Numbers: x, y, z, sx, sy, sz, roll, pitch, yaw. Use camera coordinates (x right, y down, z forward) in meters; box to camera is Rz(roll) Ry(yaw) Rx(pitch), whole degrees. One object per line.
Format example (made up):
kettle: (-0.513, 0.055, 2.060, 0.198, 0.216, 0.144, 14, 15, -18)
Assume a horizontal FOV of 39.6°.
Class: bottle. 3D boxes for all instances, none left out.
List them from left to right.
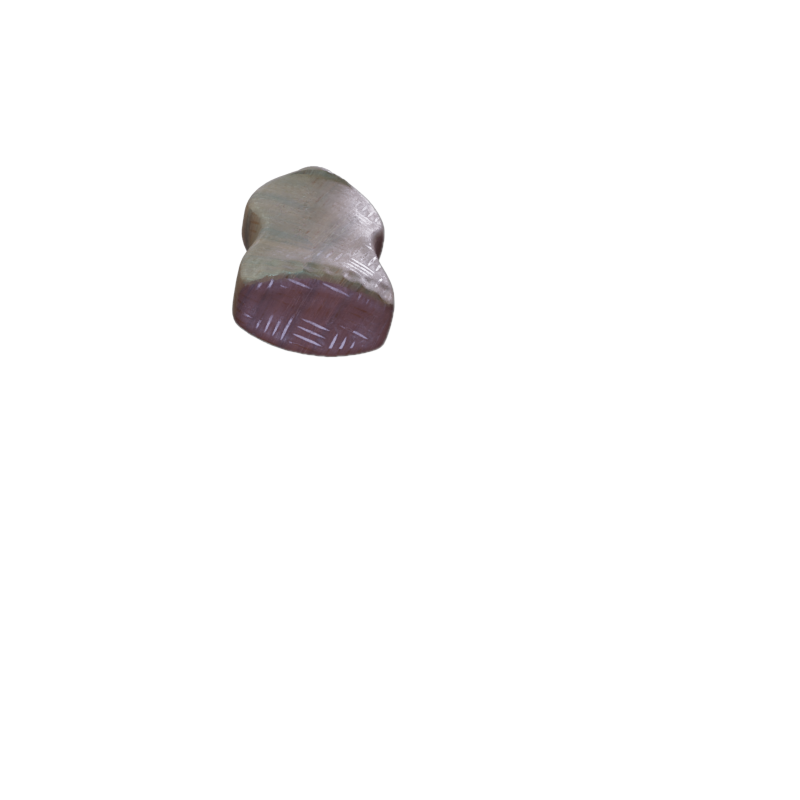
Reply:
bottle: (-0.057, -0.105, 0.735, 0.095, 0.055, 0.204, 7, 33, -8)
